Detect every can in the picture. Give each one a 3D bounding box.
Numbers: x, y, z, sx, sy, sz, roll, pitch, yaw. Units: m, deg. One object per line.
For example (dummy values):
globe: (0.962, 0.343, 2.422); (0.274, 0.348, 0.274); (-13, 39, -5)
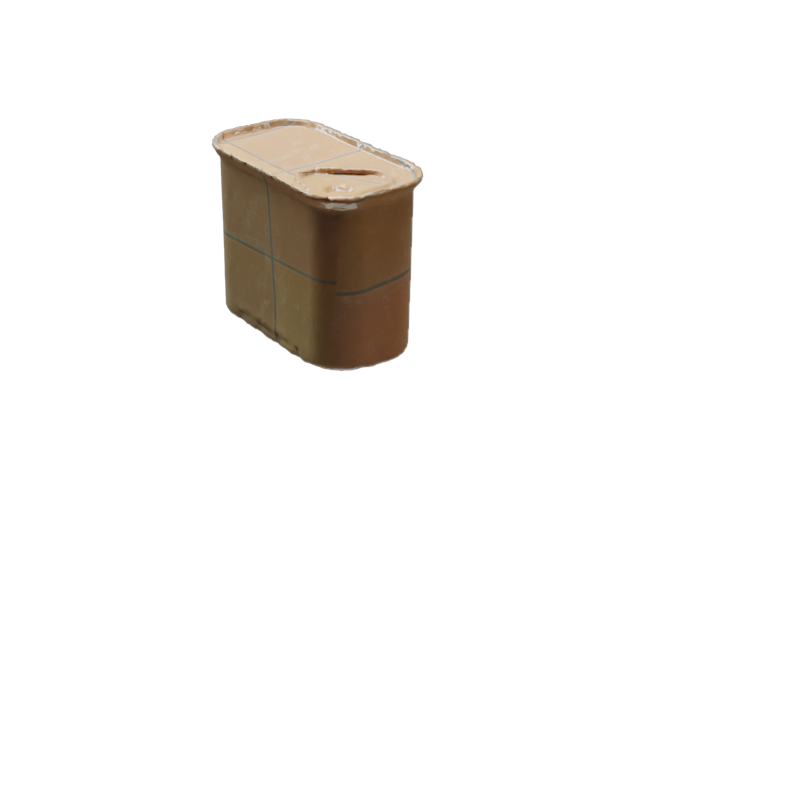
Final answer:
can: (-0.039, -0.071, 0.495); (0.057, 0.079, 0.109); (-18, 34, -34)
